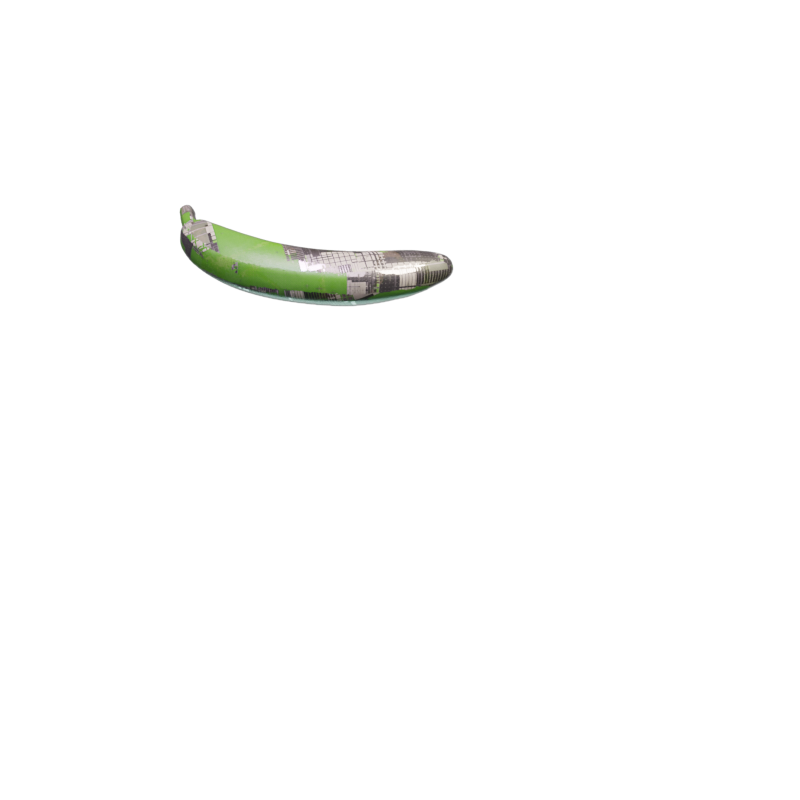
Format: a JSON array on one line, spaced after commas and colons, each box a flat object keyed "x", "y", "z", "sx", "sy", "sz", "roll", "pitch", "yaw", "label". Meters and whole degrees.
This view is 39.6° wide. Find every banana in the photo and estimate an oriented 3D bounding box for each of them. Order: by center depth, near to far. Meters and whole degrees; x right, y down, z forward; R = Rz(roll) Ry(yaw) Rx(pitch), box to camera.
[{"x": -0.067, "y": -0.093, "z": 0.737, "sx": 0.202, "sy": 0.073, "sz": 0.034, "roll": 14, "pitch": -39, "yaw": 12, "label": "banana"}]
